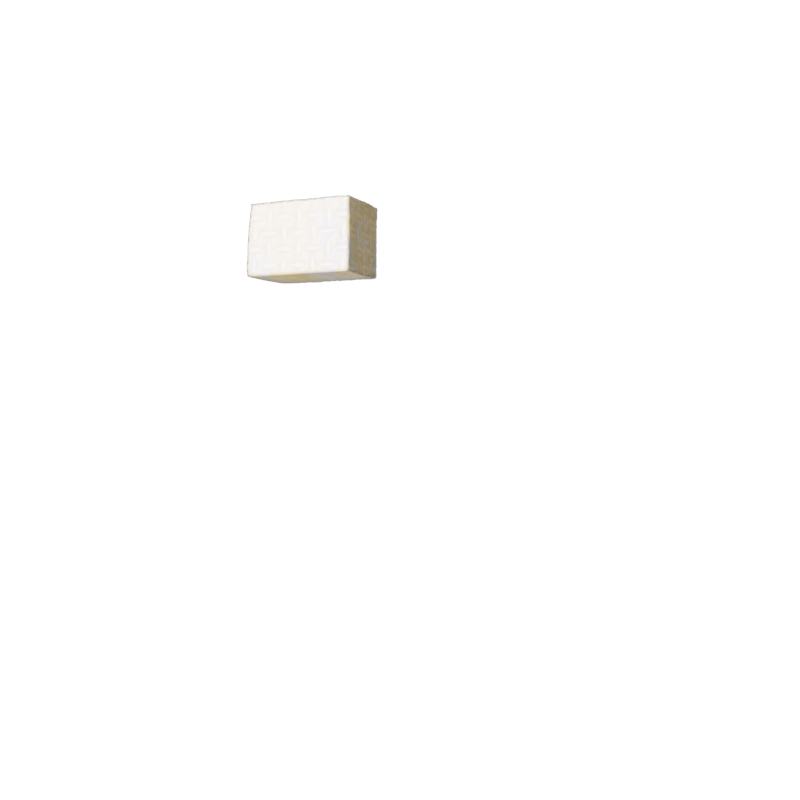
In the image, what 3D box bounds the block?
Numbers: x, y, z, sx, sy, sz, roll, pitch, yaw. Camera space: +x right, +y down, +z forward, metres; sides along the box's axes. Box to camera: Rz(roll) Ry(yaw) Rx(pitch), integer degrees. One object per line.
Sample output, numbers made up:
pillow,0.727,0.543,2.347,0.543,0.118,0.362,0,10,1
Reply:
block,-0.060,-0.110,0.773,0.080,0.052,0.050,-2,-5,24
